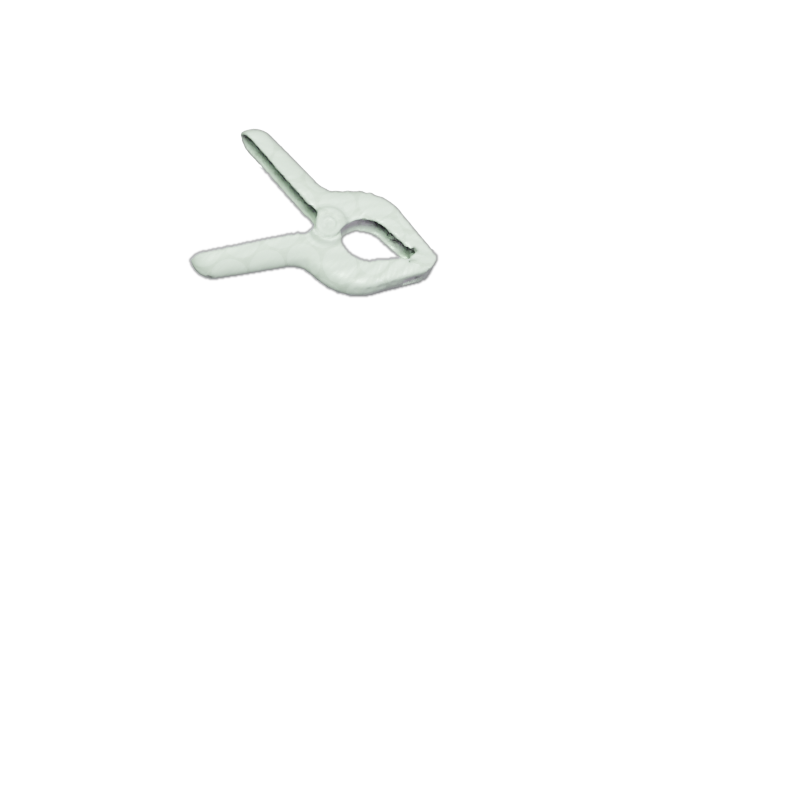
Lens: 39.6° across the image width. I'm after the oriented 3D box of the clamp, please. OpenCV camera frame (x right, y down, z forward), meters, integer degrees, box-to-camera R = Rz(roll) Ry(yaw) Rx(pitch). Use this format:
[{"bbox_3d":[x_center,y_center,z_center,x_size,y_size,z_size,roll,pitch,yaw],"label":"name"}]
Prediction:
[{"bbox_3d":[-0.062,-0.114,0.797,0.174,0.123,0.038,26,-15,7],"label":"clamp"}]
